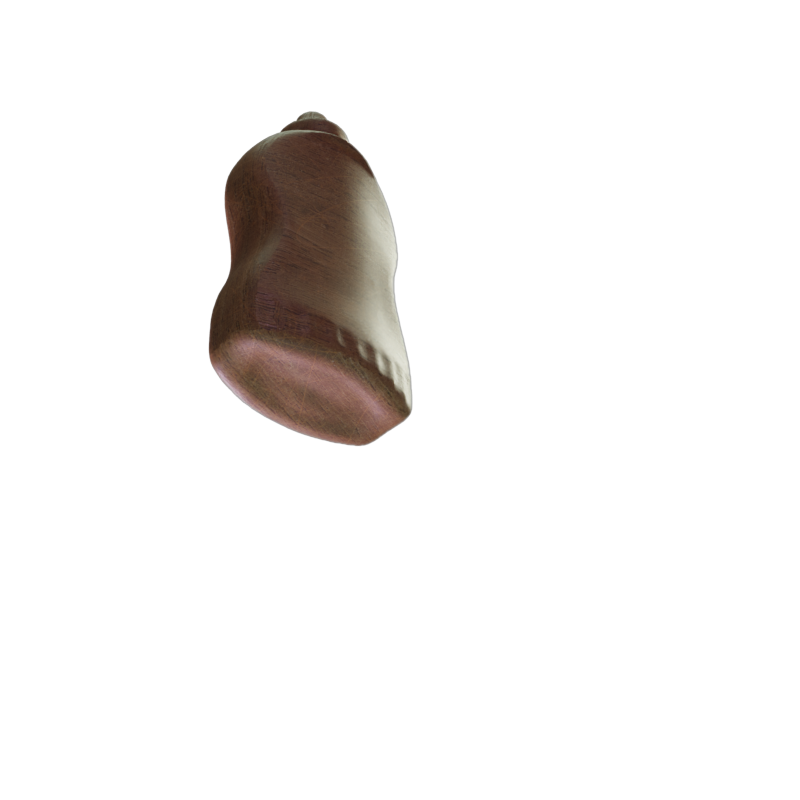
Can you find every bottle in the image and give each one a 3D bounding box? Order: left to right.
[{"bbox_3d":[-0.043,-0.077,0.544,0.091,0.206,0.057,27,-51,-30],"label":"bottle"}]
